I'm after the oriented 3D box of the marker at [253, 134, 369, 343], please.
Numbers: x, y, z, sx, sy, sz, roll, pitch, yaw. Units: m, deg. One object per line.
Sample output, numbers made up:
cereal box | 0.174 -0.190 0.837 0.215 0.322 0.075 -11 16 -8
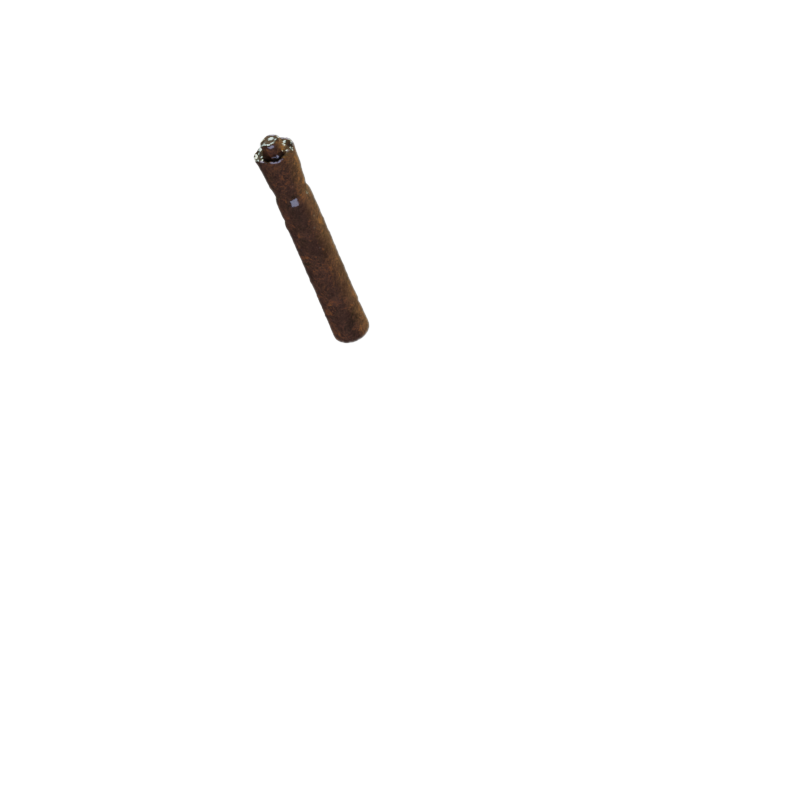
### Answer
marker | -0.041 -0.074 0.518 0.020 0.112 0.021 -14 42 11
